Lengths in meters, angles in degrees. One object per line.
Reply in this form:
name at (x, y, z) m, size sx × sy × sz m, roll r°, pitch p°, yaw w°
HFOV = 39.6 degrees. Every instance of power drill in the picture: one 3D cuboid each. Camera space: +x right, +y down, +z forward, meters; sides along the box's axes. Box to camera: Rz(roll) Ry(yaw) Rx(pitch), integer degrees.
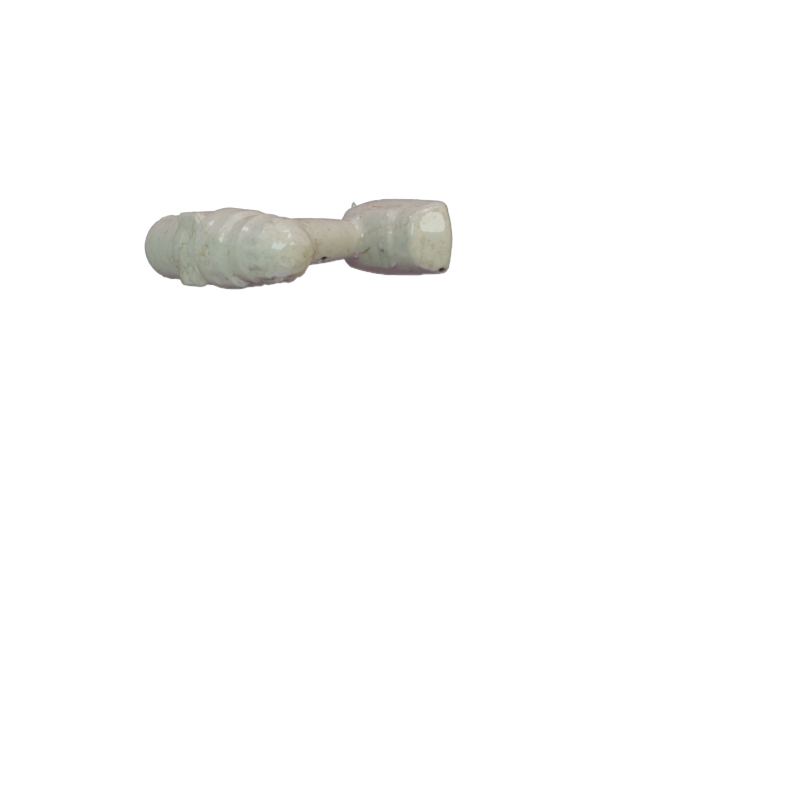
power drill at (-0.059, -0.108, 0.755) m, size 0.182 × 0.056 × 0.193 m, roll -7°, pitch 12°, yaw -34°
